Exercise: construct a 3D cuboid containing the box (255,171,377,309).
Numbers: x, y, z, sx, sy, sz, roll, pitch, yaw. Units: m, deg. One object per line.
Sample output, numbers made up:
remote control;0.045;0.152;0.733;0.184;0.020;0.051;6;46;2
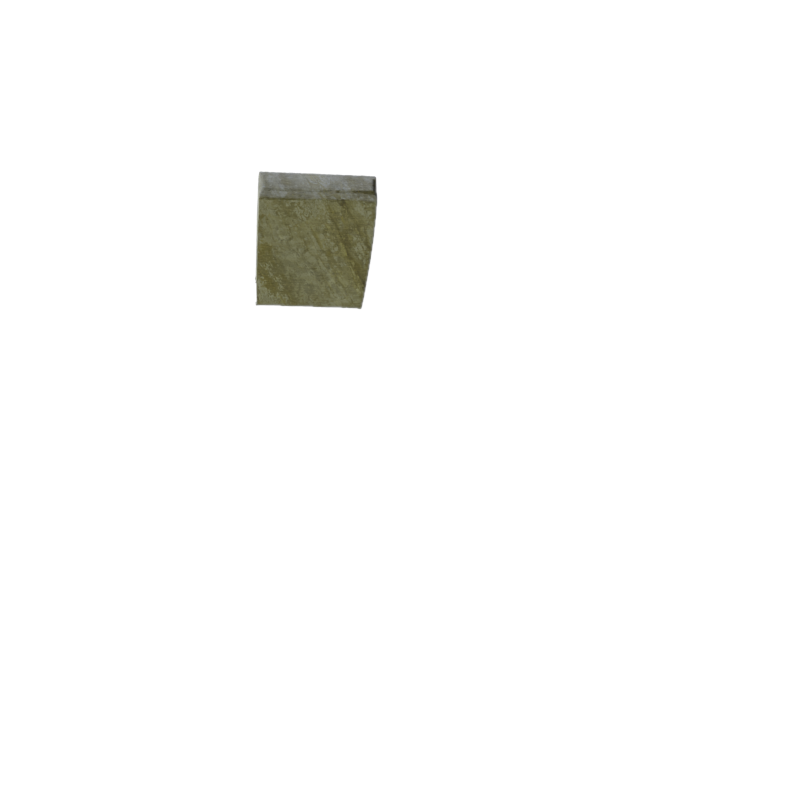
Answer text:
box;-0.067;-0.123;0.859;0.089;0.106;0.042;4;42;-4
